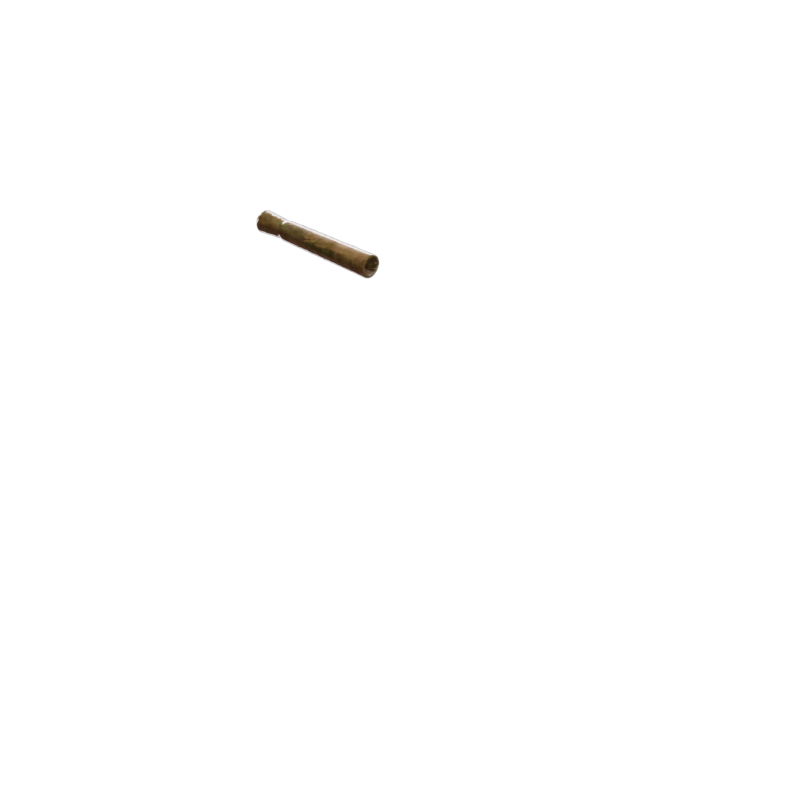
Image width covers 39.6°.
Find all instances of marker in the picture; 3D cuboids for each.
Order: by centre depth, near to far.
[{"bbox_3d":[-0.067,-0.122,0.852,0.129,0.019,0.019,28,20,37],"label":"marker"}]
